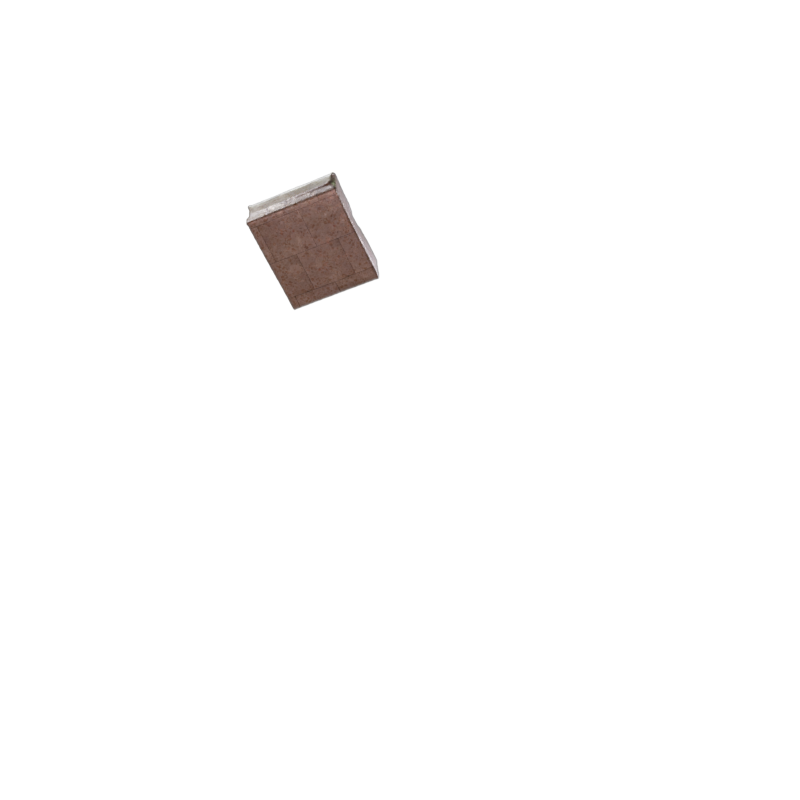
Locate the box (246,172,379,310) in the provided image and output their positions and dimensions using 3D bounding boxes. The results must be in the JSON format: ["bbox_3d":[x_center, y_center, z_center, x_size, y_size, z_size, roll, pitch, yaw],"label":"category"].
[{"bbox_3d":[-0.066,-0.121,0.847,0.073,0.083,0.032,-20,30,12],"label":"box"}]
